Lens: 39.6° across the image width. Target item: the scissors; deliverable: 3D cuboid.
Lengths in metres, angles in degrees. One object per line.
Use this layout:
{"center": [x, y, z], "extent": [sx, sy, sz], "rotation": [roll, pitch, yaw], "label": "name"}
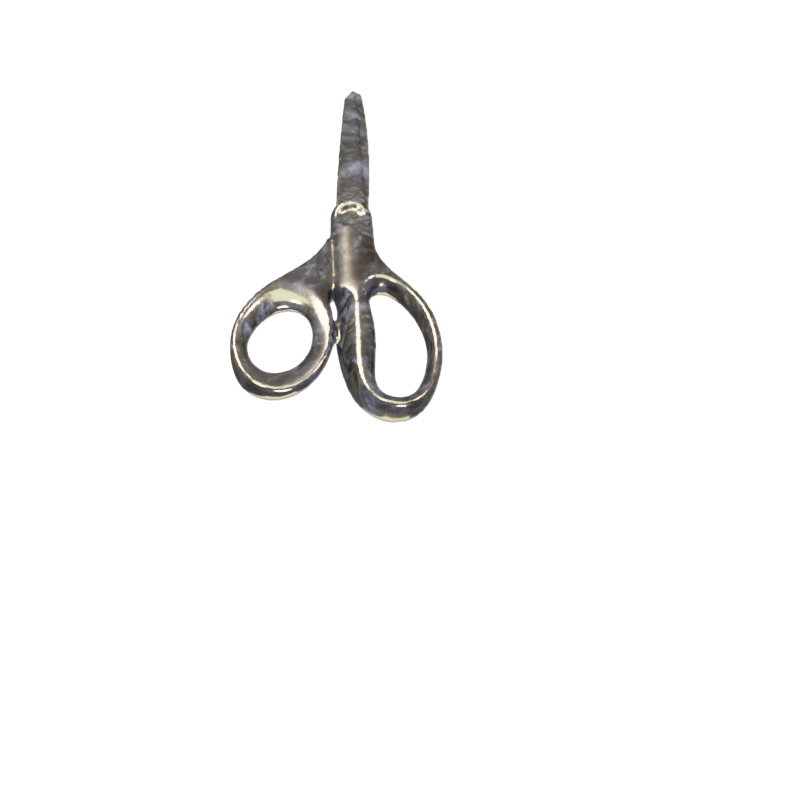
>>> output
{"center": [-0.039, -0.072, 0.503], "extent": [0.095, 0.218, 0.015], "rotation": [-11, -40, -10], "label": "scissors"}
